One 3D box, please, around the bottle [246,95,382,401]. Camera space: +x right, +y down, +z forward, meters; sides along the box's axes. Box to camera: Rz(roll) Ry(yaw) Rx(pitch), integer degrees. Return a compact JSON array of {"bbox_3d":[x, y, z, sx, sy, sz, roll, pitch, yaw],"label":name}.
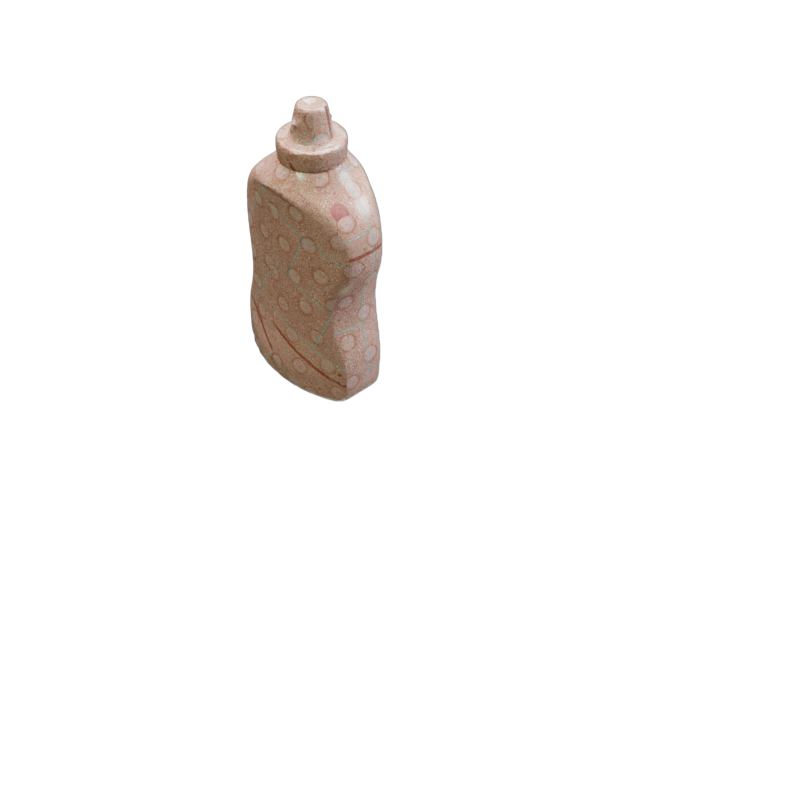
[{"bbox_3d":[-0.052,-0.095,0.665,0.058,0.179,0.103,-27,49,-31],"label":"bottle"}]
